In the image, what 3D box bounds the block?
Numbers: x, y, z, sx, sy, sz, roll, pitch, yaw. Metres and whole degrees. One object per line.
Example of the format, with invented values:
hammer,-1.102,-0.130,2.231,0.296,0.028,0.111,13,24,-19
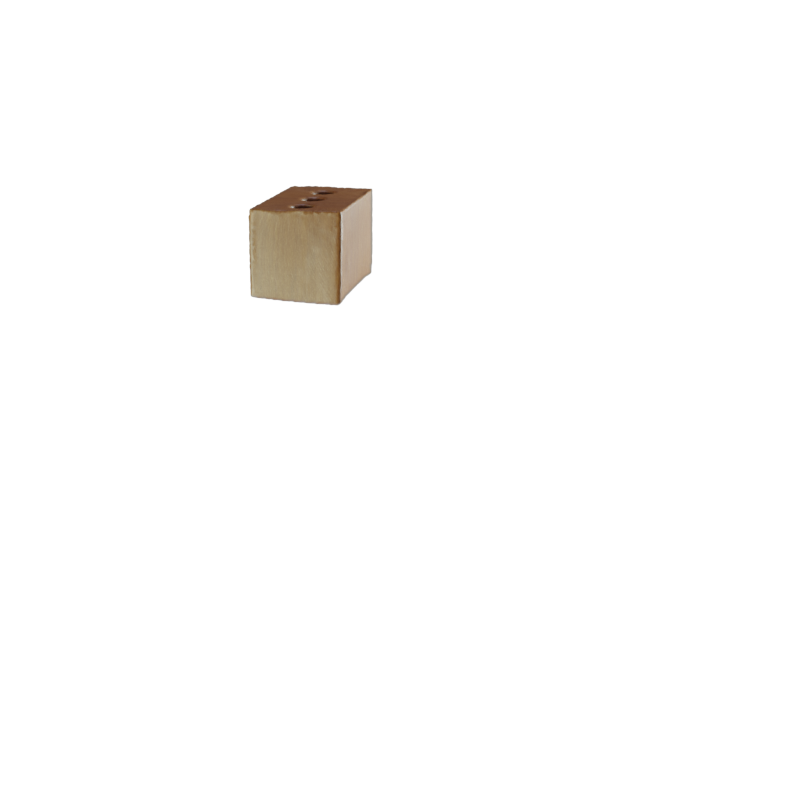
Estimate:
block,-0.049,-0.090,0.628,0.054,0.049,0.079,4,18,12
